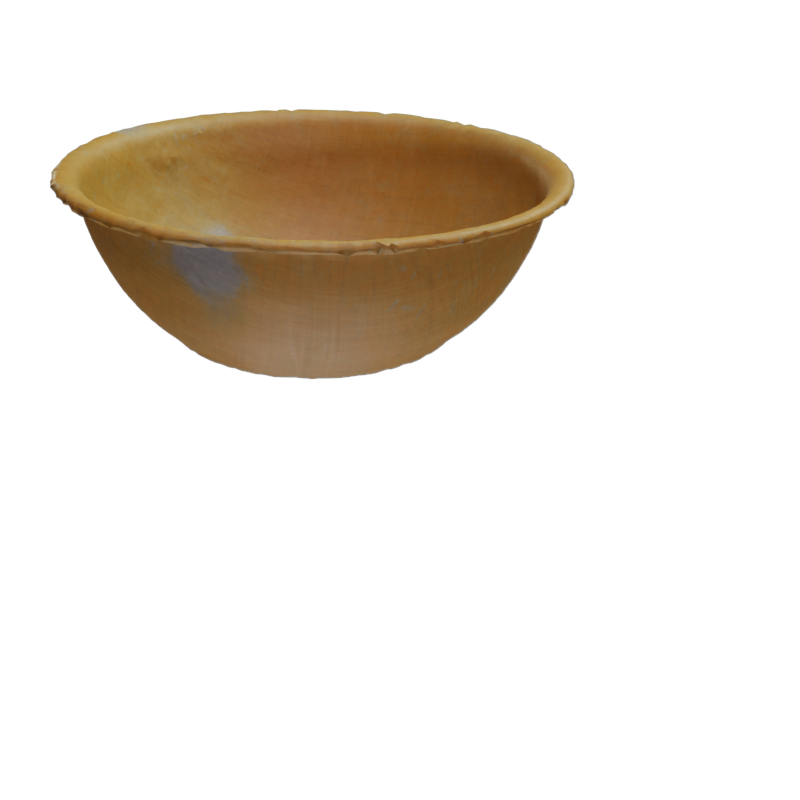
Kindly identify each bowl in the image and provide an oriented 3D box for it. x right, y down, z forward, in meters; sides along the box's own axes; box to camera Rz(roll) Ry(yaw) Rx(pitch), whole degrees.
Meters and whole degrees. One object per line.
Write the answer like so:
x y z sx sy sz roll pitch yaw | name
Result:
-0.028 -0.051 0.357 0.162 0.052 0.170 -1 25 -2 | bowl
